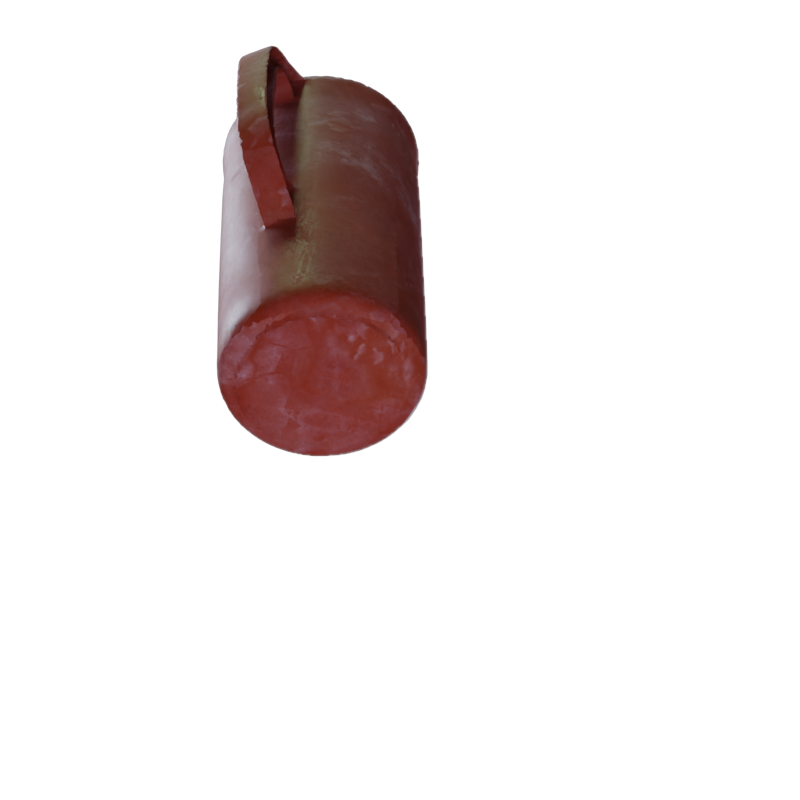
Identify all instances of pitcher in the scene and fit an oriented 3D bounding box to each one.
[{"bbox_3d":[-0.051,-0.093,0.653,0.145,0.139,0.260,19,33,-16],"label":"pitcher"}]
